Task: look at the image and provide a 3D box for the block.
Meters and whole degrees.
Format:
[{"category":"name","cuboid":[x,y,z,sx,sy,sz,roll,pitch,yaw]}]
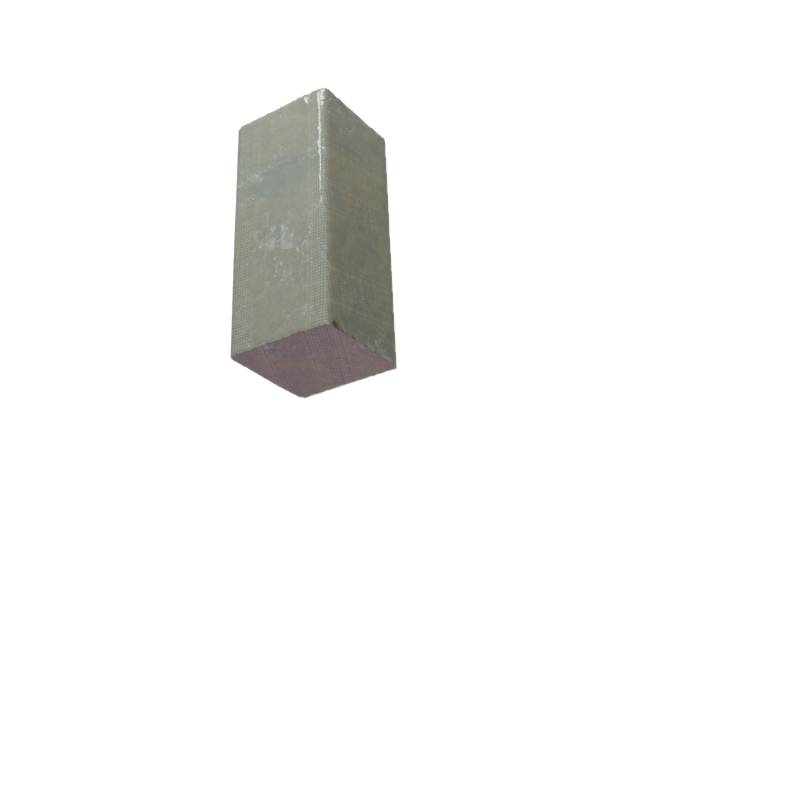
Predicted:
[{"category":"block","cuboid":[-0.067,-0.121,0.847,0.091,0.220,0.084,-21,-34,29]}]
